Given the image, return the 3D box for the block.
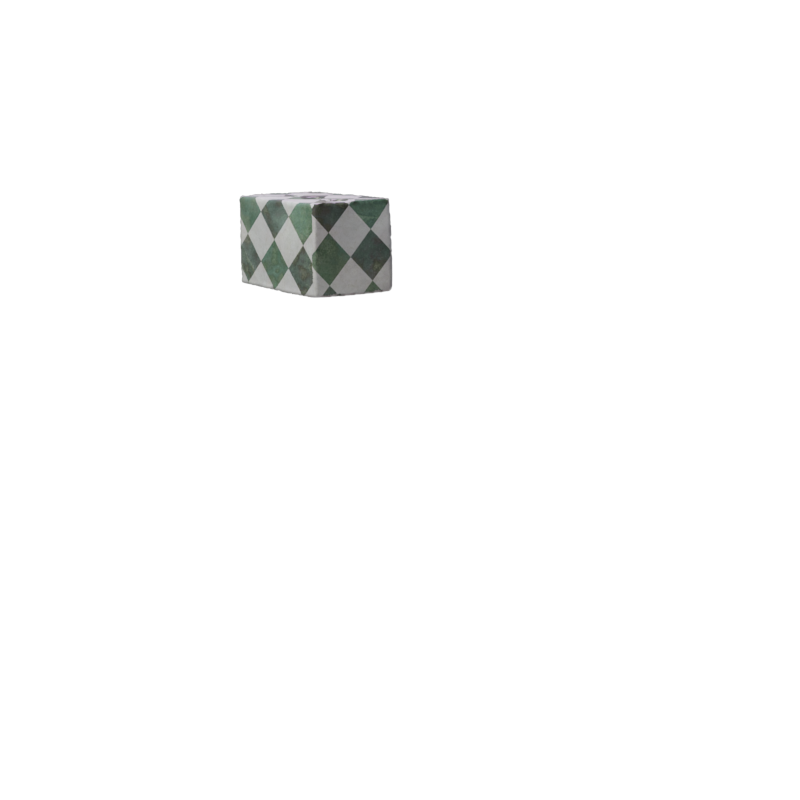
[{"bbox_3d":[-0.048,-0.088,0.619,0.051,0.050,0.082,-8,14,-37],"label":"block"}]
